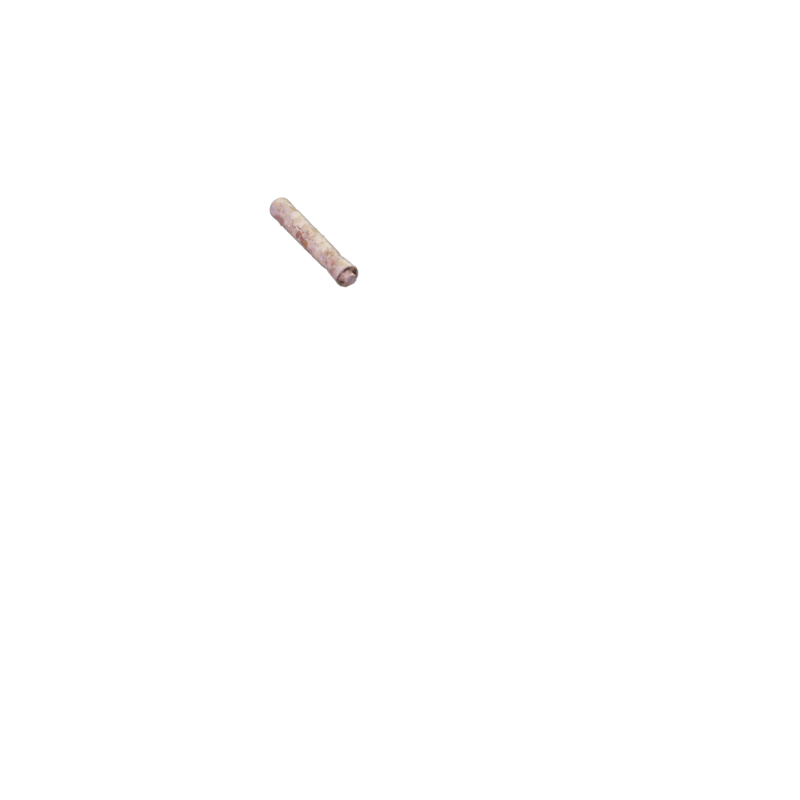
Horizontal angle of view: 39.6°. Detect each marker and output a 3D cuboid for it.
[{"bbox_3d":[-0.068,-0.123,0.865,0.019,0.019,0.131,-2,34,-34],"label":"marker"}]
